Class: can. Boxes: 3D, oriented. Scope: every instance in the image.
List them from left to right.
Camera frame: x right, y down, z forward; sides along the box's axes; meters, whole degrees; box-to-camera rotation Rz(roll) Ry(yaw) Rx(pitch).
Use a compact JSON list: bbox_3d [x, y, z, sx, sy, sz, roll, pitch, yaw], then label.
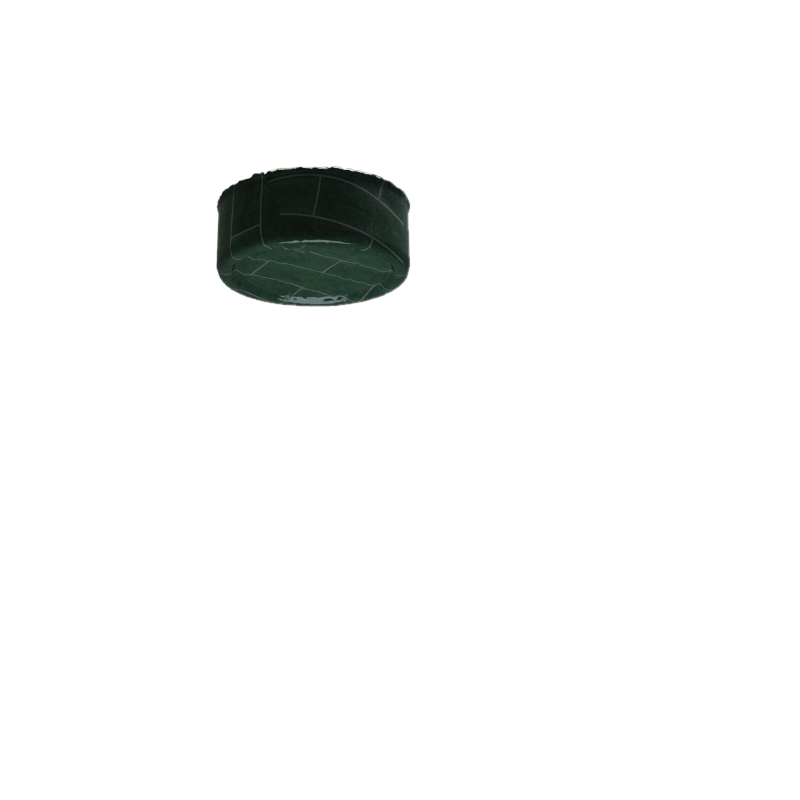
[{"bbox_3d":[-0.038,-0.070,0.488,0.086,0.035,0.082,0,-16,-2],"label":"can"}]
